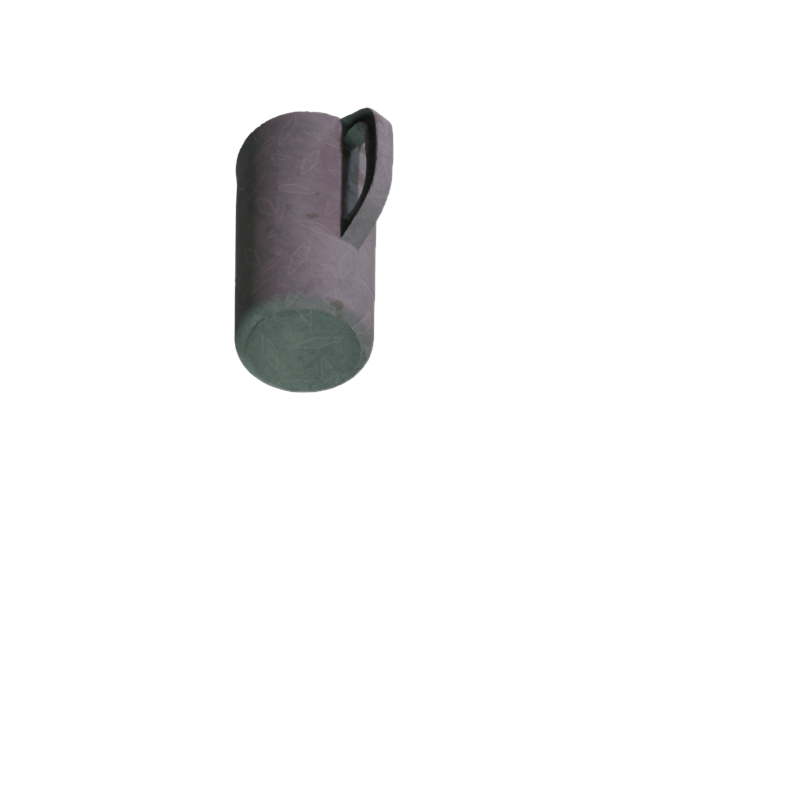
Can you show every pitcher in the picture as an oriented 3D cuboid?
[{"bbox_3d":[-0.073,-0.133,0.932,0.145,0.138,0.261,-4,43,0],"label":"pitcher"}]
